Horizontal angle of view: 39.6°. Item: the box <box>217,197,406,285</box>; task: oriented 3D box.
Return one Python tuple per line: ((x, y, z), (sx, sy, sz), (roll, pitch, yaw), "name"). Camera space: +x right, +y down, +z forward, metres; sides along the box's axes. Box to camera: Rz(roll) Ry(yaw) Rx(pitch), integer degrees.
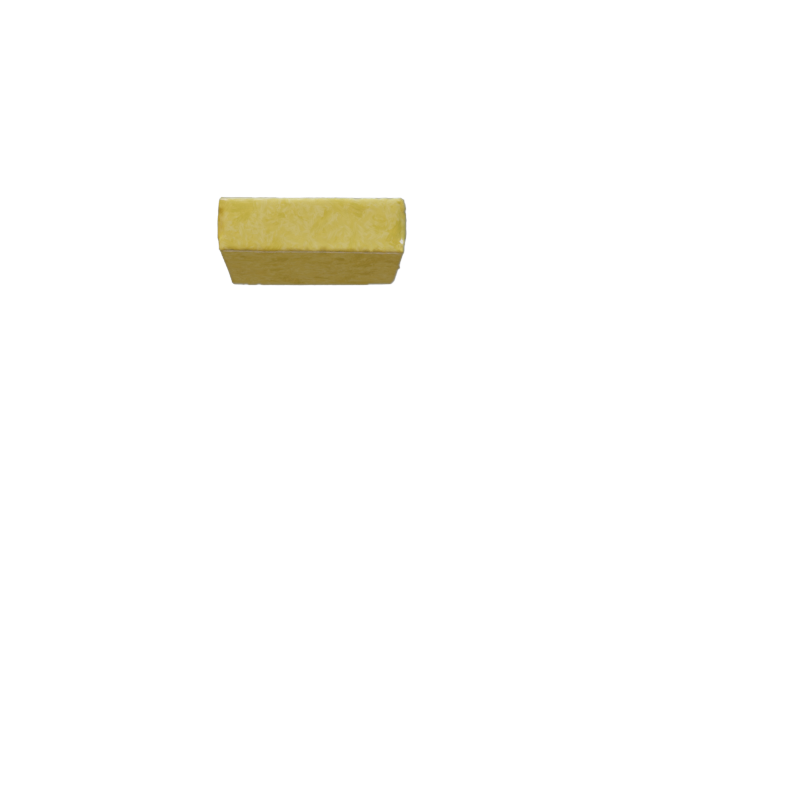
((-0.043, -0.079, 0.551), (0.089, 0.031, 0.071), (0, -7, -1), "box")
